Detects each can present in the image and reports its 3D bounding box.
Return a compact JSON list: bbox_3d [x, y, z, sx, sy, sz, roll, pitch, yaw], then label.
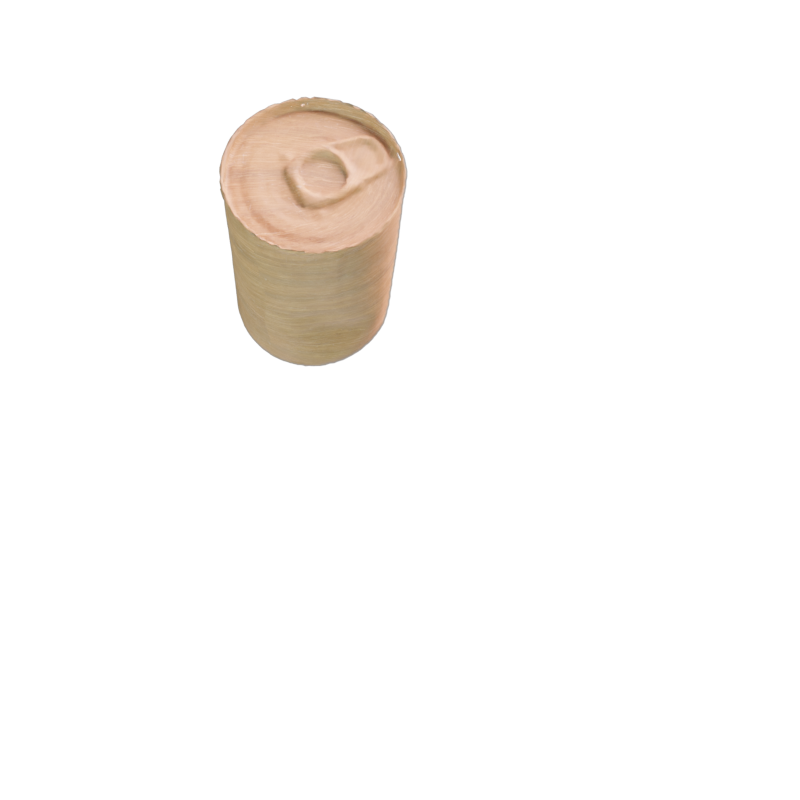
[{"bbox_3d":[-0.035,-0.063,0.443,0.068,0.073,0.097,0,-25,-3],"label":"can"}]
